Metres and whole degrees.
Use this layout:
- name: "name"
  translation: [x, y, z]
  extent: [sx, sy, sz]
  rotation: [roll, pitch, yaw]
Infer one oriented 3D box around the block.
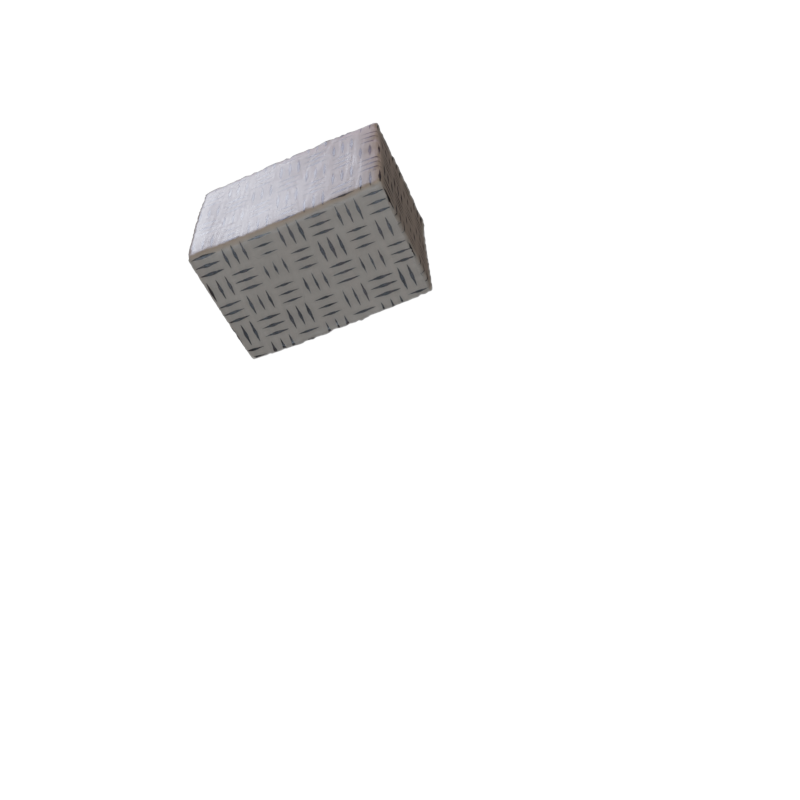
- name: "block"
  translation: [-0.033, -0.061, 0.427]
  extent: [0.078, 0.049, 0.055]
  rotation: [-20, 33, 12]
